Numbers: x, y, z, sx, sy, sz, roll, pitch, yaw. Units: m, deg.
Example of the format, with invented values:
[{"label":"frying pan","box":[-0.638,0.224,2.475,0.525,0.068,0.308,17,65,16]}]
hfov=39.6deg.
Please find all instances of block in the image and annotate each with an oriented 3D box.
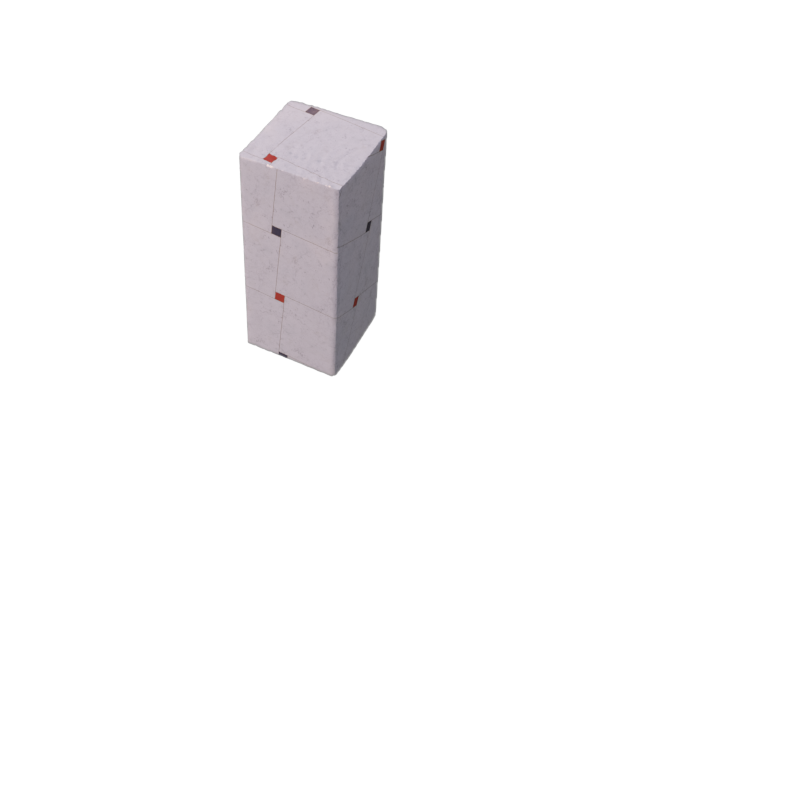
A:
[{"label":"block","box":[-0.072,-0.133,0.928,0.094,0.192,0.093,21,47,16]}]
